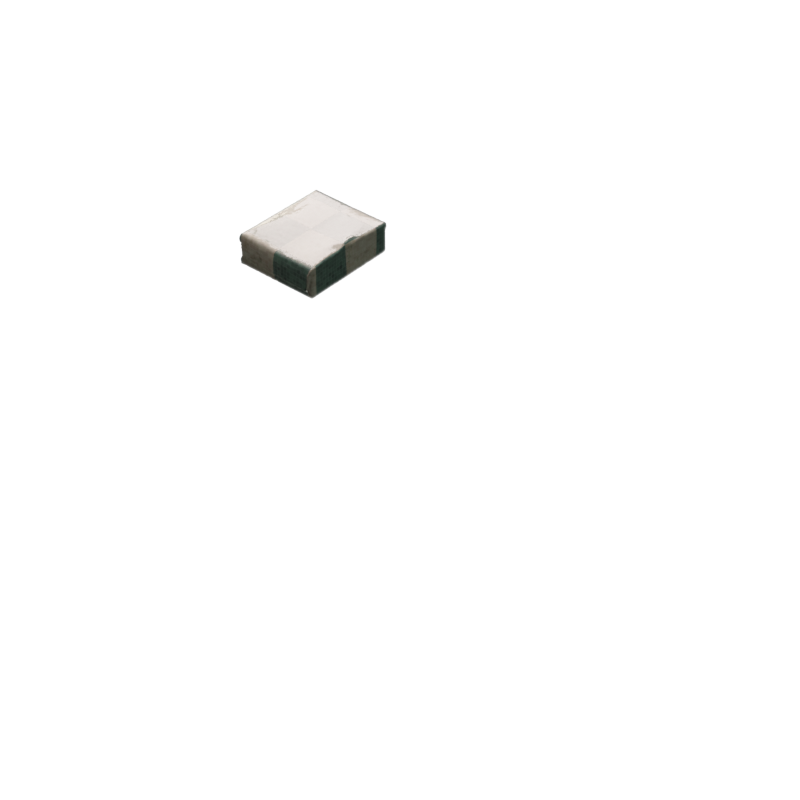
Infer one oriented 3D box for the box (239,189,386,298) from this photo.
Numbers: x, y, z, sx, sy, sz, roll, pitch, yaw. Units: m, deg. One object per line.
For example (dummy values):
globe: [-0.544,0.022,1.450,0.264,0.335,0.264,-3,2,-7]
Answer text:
box: [-0.066,-0.120,0.842,0.078,0.028,0.090,28,46,30]
